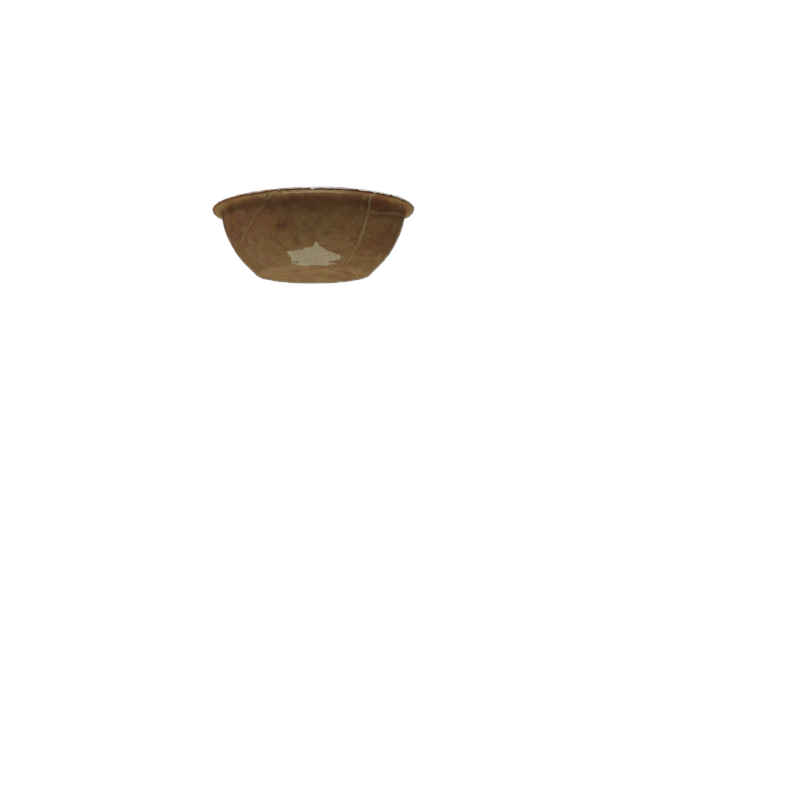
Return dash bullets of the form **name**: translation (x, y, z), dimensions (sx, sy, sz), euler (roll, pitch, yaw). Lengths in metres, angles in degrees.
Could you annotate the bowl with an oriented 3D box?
- **bowl**: translation (-0.069, -0.126, 0.884), dimensions (0.162, 0.056, 0.160), euler (0, -4, -2)
